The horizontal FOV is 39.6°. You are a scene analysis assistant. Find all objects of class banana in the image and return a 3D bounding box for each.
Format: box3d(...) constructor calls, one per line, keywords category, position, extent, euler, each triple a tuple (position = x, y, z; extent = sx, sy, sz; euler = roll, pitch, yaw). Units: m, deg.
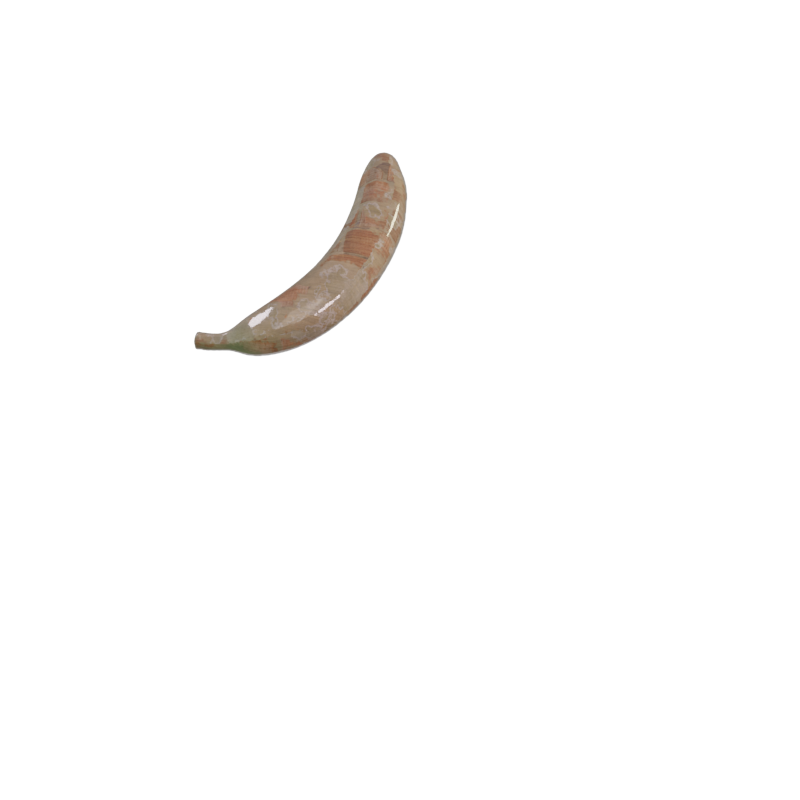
box3d(category="banana", position=(-0.044, -0.090, 0.711), extent=(0.073, 0.202, 0.034), euler=(31, -30, 19))
